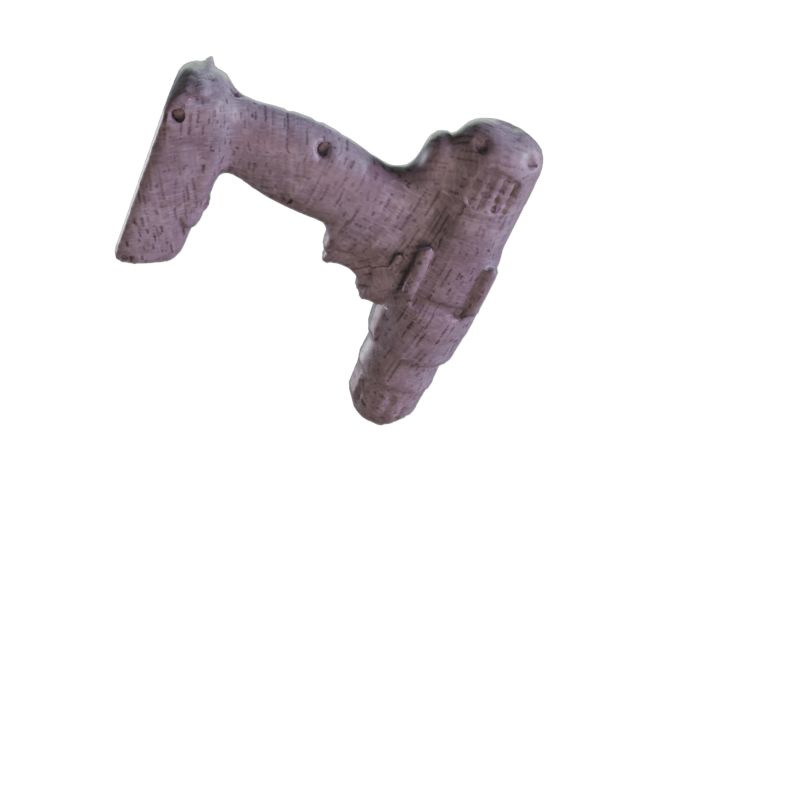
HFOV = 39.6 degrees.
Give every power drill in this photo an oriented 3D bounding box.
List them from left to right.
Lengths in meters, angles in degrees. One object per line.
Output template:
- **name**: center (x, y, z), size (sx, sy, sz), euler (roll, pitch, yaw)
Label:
- **power drill**: center (-0.044, -0.081, 0.564), size (0.184, 0.177, 0.061), euler (18, 29, -11)
